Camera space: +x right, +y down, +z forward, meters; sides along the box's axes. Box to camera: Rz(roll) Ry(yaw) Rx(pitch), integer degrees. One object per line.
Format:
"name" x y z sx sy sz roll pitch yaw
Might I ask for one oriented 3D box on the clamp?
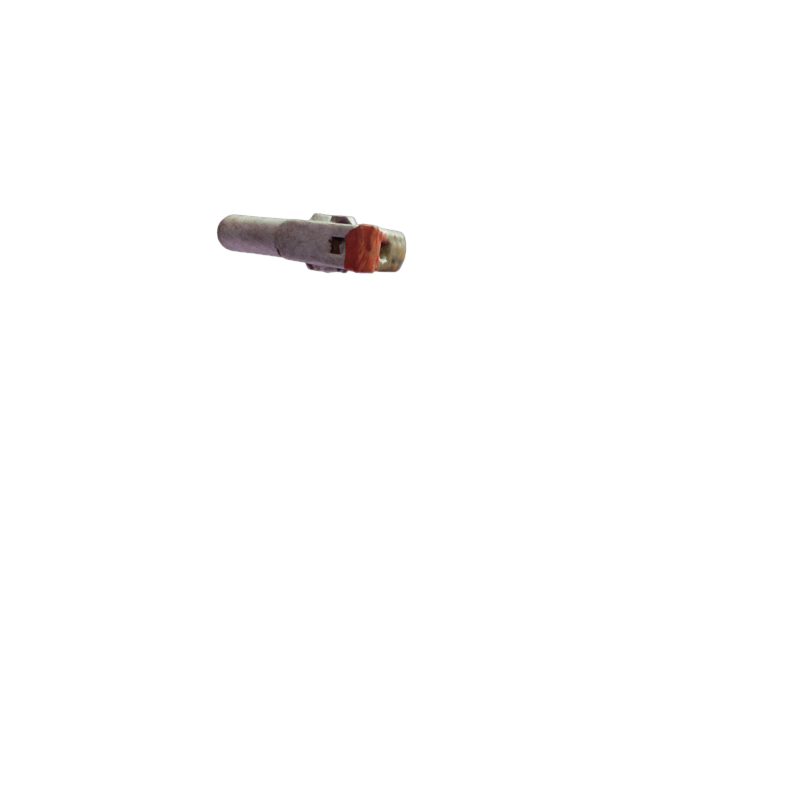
"clamp" -0.054 -0.099 0.690 0.119 0.039 0.174 -1 6 -8
